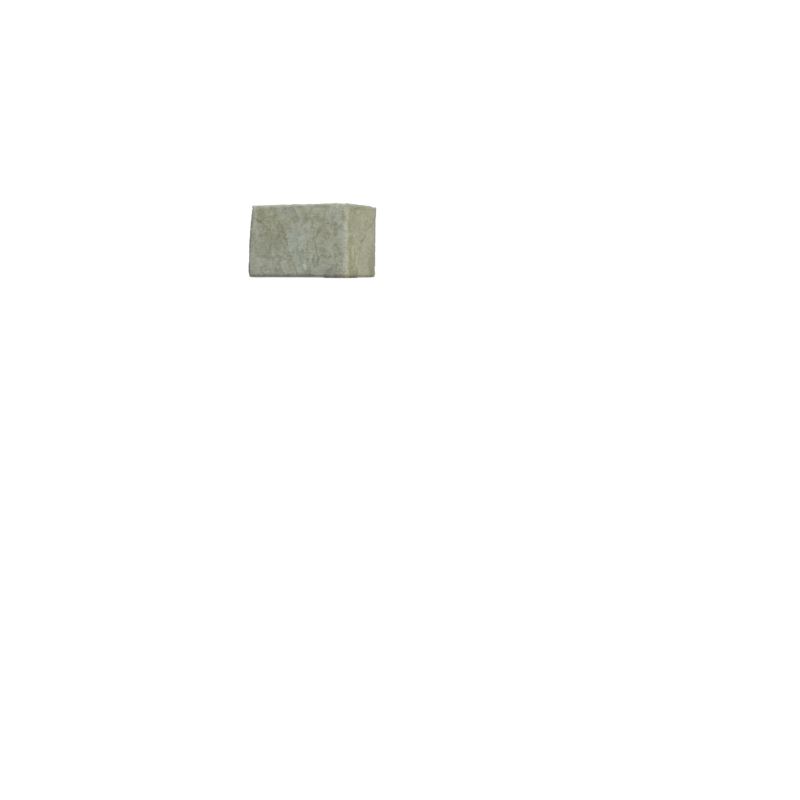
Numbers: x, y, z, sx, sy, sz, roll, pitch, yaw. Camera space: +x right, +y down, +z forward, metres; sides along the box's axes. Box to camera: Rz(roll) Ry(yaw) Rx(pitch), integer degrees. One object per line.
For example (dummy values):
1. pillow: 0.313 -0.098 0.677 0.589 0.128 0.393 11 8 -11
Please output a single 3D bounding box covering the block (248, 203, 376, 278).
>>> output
1. block: -0.062 -0.113 0.791 0.080 0.051 0.051 2 3 25
